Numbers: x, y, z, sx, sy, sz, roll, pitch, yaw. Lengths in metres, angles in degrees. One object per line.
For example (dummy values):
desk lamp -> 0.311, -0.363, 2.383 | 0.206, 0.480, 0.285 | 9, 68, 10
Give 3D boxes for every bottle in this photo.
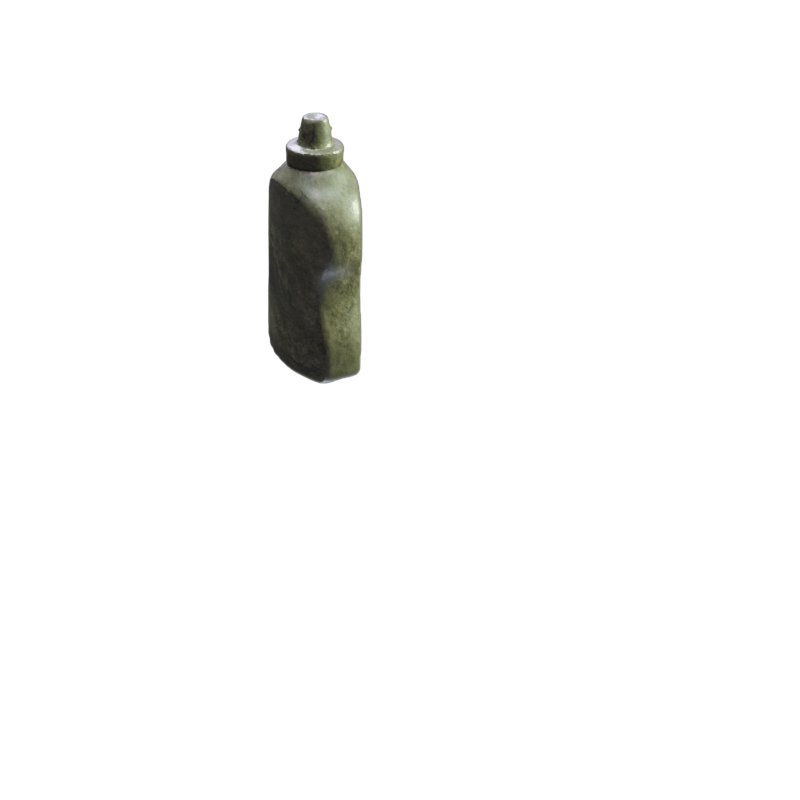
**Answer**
bottle -> -0.063, -0.115, 0.806 | 0.057, 0.181, 0.103 | -12, 31, -25
